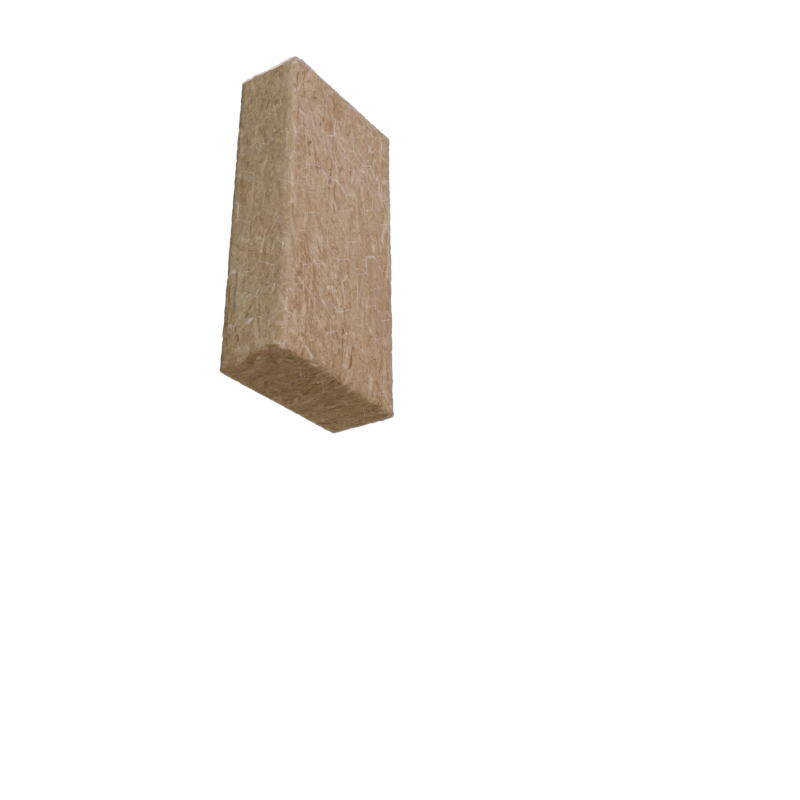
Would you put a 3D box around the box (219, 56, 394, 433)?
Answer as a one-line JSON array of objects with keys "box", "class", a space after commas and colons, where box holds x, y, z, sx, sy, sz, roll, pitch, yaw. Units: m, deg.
[{"box": [-0.046, -0.083, 0.580, 0.048, 0.188, 0.087, -22, -37, 29], "class": "box"}]
